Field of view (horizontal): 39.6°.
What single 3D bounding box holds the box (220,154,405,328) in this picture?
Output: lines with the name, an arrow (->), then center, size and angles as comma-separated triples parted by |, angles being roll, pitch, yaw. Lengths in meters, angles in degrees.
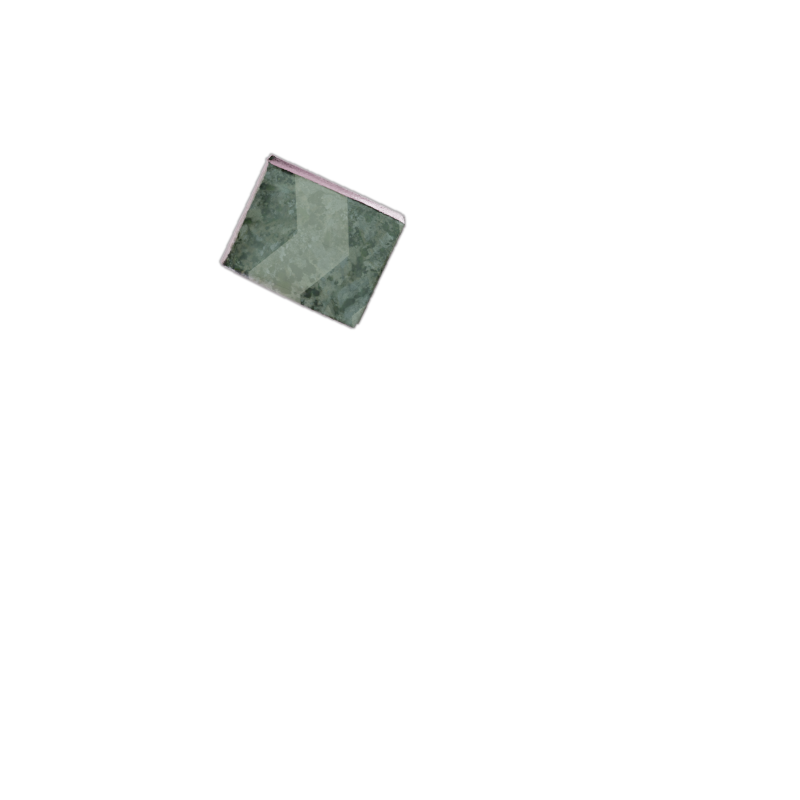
box -> -0.064, -0.117, 0.819 | 0.112, 0.088, 0.040 | 25, 12, -6
